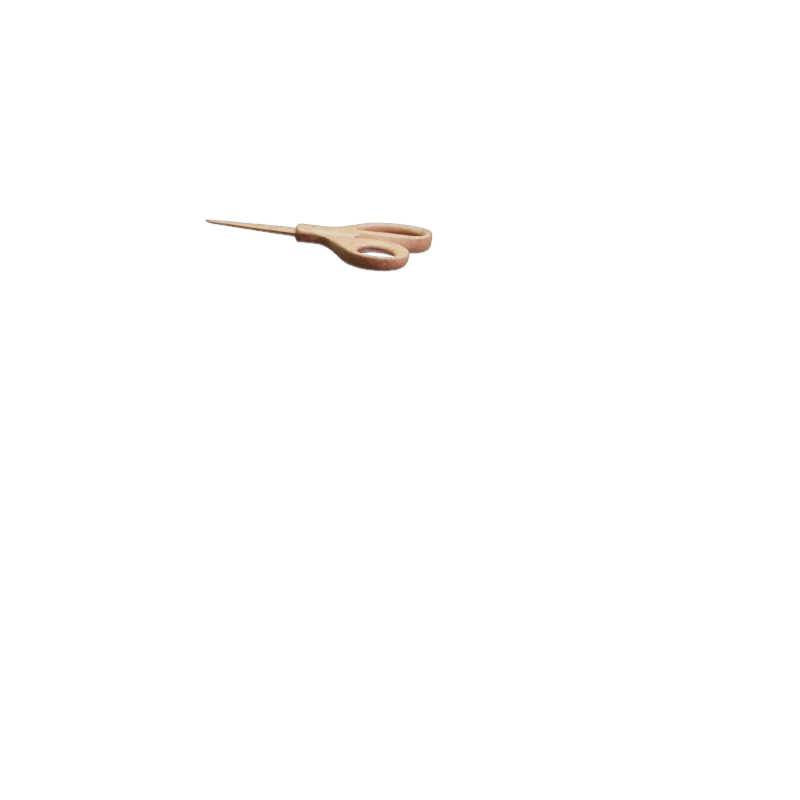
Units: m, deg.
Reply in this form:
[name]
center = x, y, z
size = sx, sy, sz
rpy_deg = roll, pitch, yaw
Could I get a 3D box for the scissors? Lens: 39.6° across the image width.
[scissors]
center = -0.074, -0.135, 0.945
size = 0.203, 0.015, 0.101
rpy_deg = 2, 27, 4
